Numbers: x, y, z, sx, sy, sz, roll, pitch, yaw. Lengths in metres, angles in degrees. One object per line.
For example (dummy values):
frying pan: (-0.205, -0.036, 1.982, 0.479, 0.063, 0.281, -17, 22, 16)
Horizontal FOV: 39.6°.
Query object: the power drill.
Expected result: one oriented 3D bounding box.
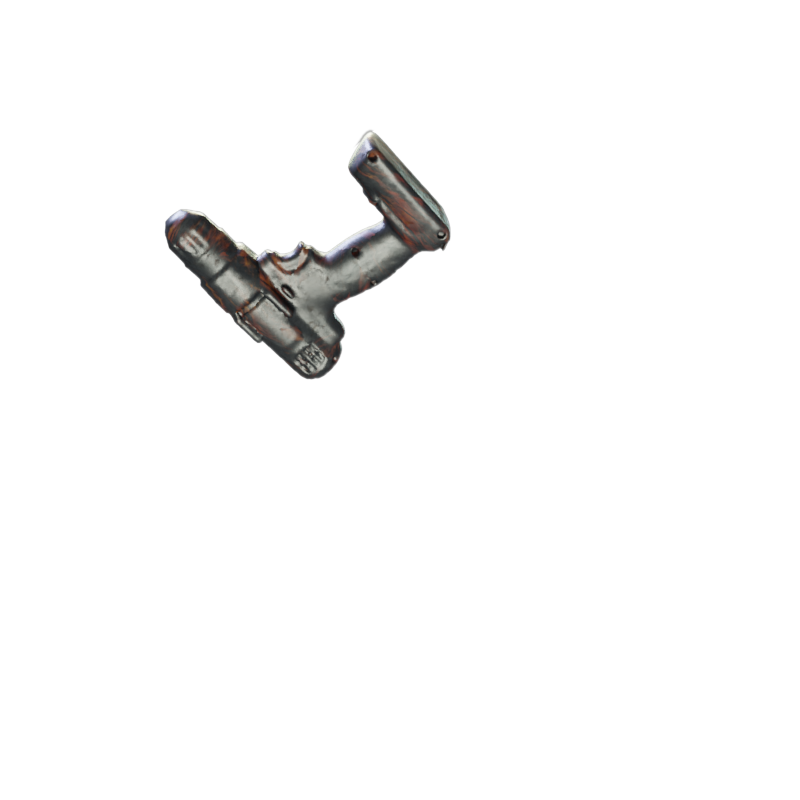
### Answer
power drill: (-0.069, -0.126, 0.886, 0.186, 0.176, 0.061, -38, 22, 18)
